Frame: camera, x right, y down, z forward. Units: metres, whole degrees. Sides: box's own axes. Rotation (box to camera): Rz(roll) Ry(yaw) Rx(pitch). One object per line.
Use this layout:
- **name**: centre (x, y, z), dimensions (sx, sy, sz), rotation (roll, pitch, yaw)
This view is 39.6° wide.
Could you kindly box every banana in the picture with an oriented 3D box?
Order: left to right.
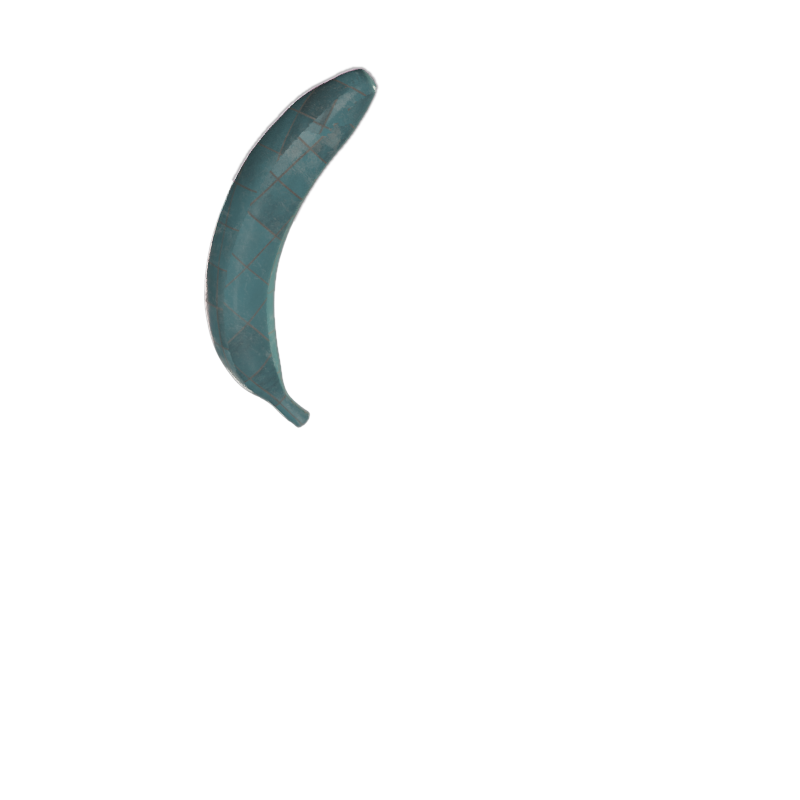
- **banana**: centre (-0.064, -0.082, 0.581), dimensions (0.069, 0.190, 0.039), rotation (11, 21, -6)
